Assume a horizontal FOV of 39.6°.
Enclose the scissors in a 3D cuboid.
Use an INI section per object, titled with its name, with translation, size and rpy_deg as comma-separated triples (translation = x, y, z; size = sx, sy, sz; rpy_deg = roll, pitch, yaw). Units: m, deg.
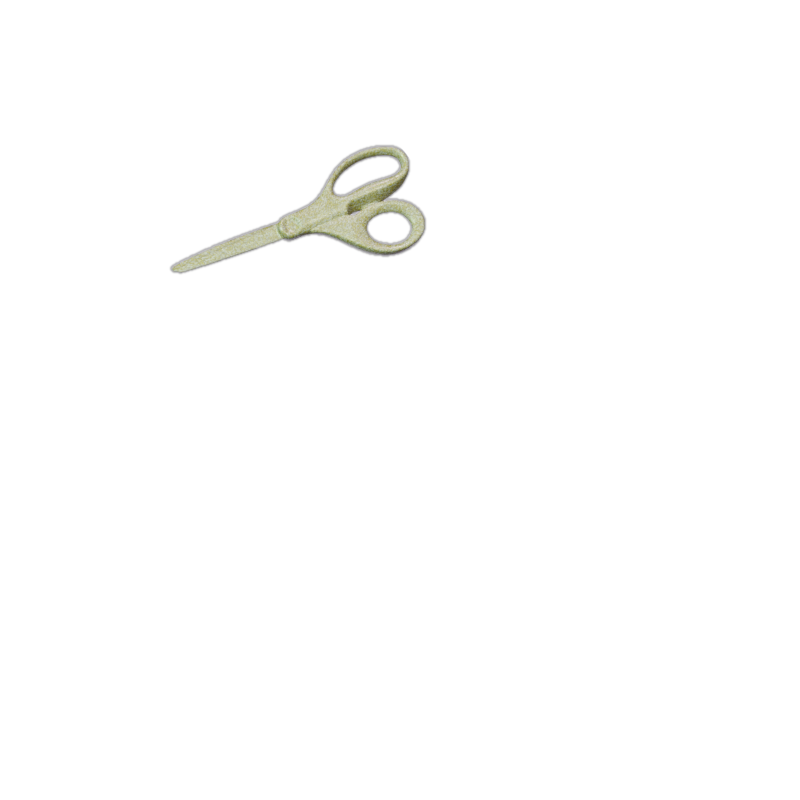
[scissors]
translation = -0.067, -0.122, 0.854
size = 0.202, 0.100, 0.015
rpy_deg = -36, -14, -11
